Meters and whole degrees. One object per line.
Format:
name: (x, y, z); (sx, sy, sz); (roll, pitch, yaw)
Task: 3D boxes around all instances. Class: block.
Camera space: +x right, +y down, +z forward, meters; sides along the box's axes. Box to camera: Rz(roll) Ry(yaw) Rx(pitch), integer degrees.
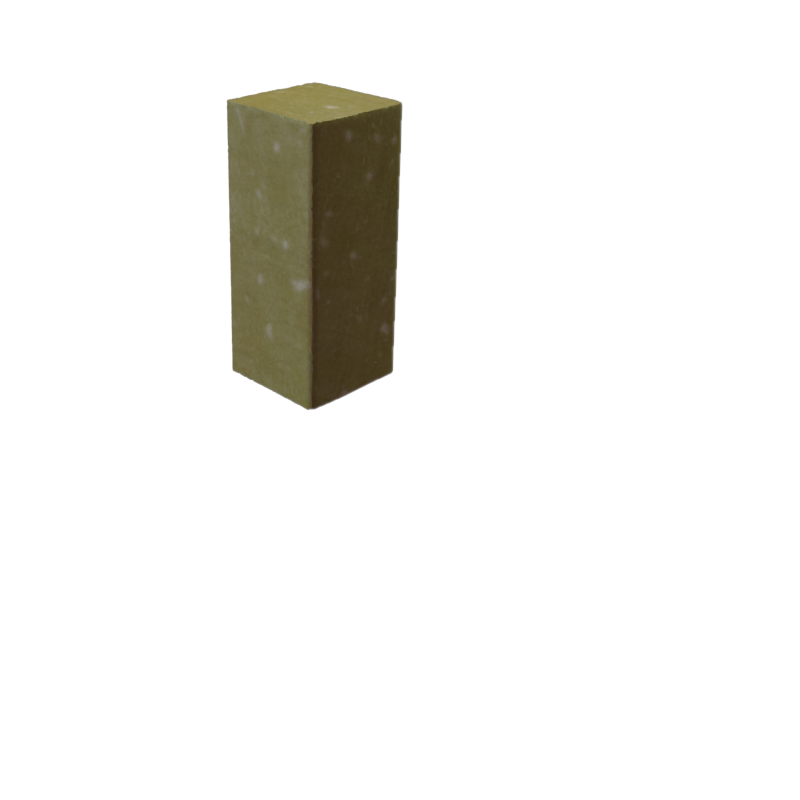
block: (-0.061, -0.113, 0.793); (0.096, 0.197, 0.089); (21, 29, 40)
